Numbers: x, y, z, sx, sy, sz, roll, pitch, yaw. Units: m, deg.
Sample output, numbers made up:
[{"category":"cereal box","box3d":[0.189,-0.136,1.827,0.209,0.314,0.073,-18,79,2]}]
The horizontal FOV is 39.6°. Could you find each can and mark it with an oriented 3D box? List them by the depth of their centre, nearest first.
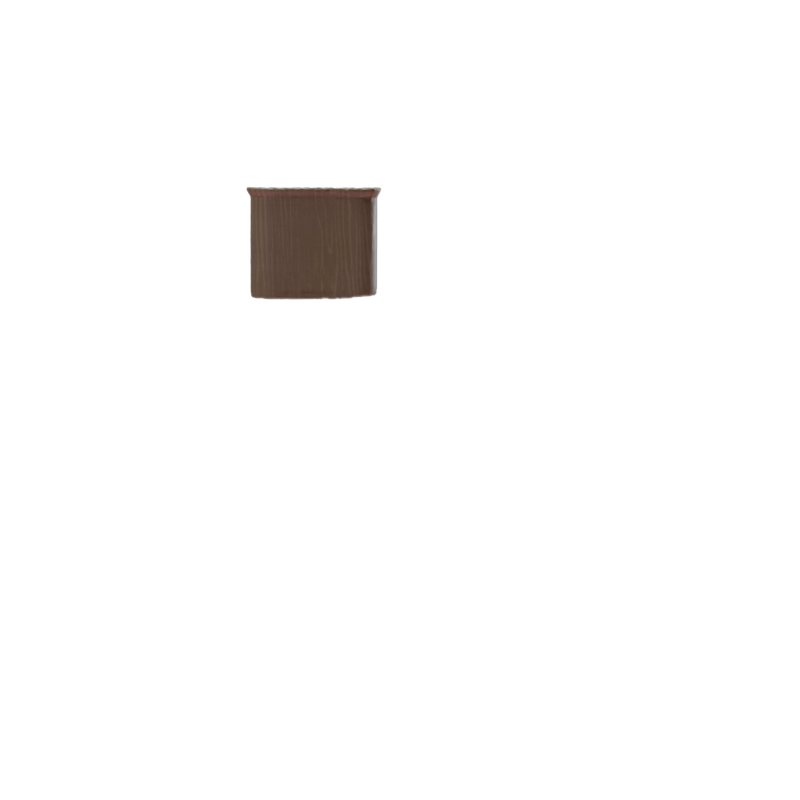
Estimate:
[{"category":"can","box3d":[-0.066,-0.121,0.849,0.101,0.083,0.058,0,6,-4]}]
